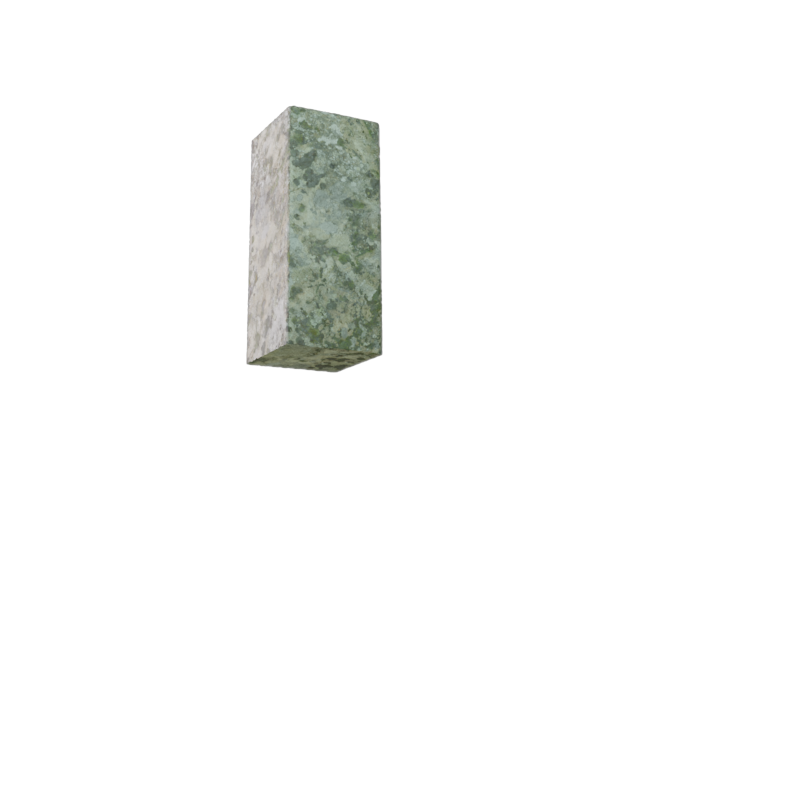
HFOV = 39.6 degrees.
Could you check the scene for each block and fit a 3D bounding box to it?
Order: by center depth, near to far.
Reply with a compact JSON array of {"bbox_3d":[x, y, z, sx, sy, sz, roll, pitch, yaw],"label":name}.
[{"bbox_3d":[-0.074,-0.137,0.956,0.087,0.215,0.091,7,-18,-27],"label":"block"}]
